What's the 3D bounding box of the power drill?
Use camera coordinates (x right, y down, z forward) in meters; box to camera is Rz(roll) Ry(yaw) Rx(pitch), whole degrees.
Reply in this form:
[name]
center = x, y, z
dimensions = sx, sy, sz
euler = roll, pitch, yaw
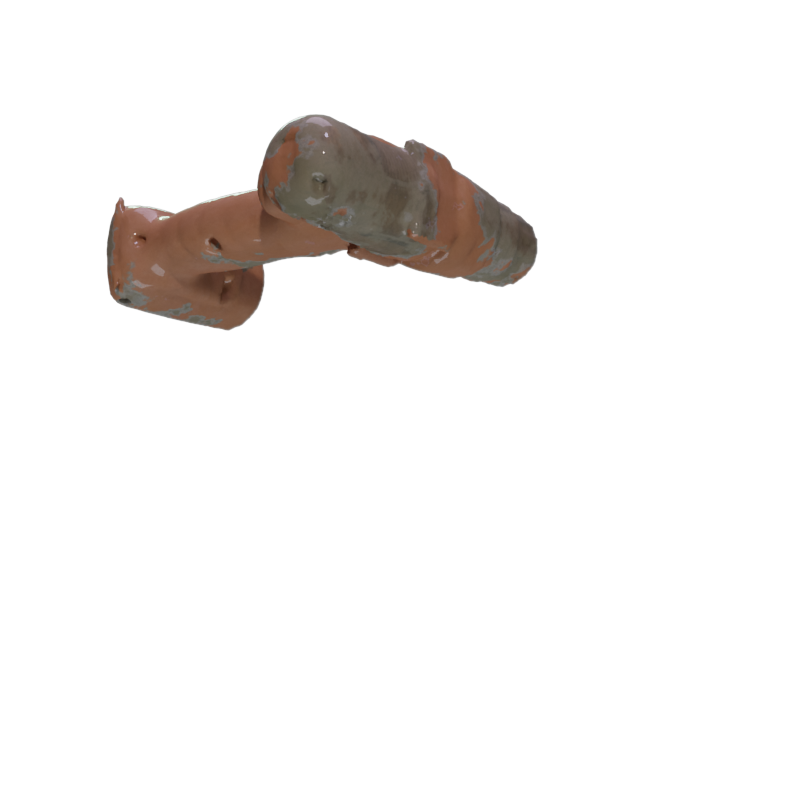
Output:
[power drill]
center = -0.045, -0.082, 0.575
dimensions = 0.191, 0.060, 0.173
euler = -12, -19, 38
